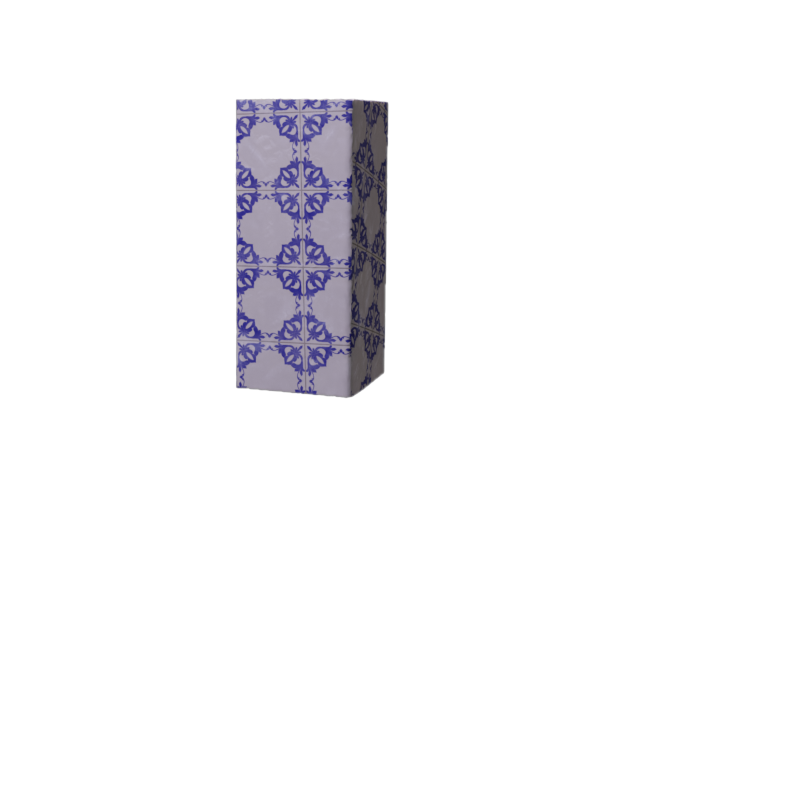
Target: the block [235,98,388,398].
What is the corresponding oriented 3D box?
[{"bbox_3d":[-0.063,-0.116,0.811,0.093,0.203,0.089,3,8,18],"label":"block"}]
